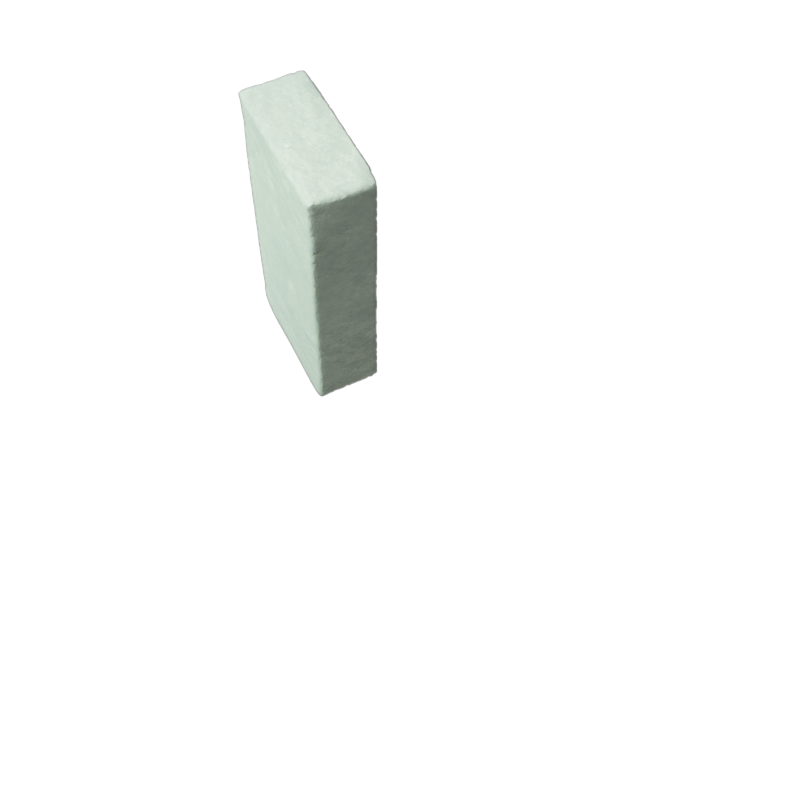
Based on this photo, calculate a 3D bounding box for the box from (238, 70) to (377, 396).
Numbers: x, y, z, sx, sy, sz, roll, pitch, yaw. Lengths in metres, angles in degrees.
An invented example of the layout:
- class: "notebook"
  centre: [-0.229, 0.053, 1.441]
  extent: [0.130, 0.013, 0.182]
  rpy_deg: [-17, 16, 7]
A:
- class: "box"
  centre: [-0.049, -0.089, 0.627]
  extent: [0.048, 0.100, 0.165]
  rpy_deg: [-20, -31, -17]
